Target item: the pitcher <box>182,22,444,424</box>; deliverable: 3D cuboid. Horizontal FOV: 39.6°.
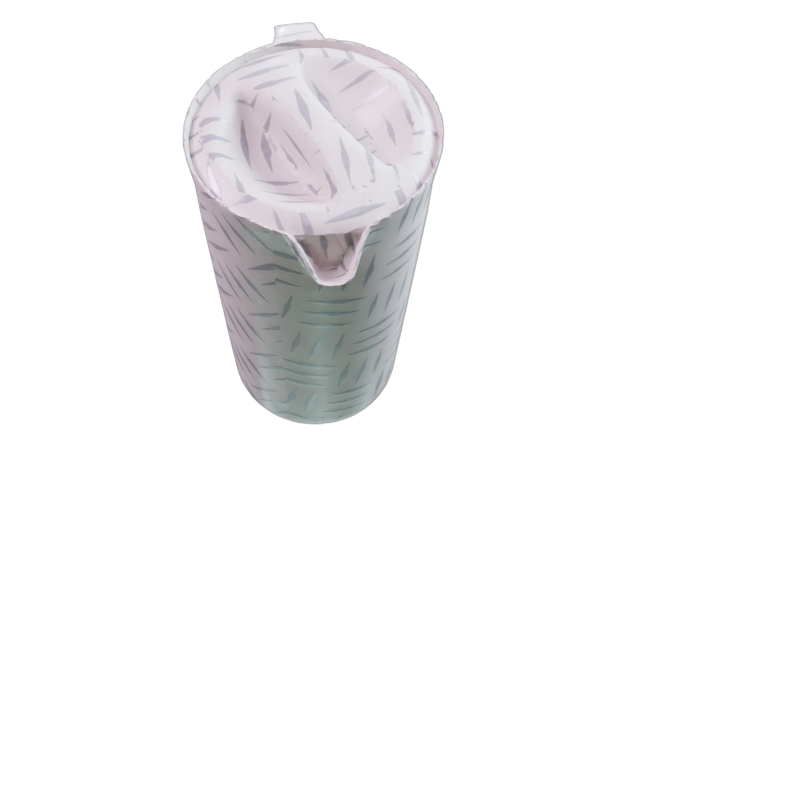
[{"bbox_3d":[-0.052,-0.095,0.663,0.151,0.153,0.228,32,-27,15],"label":"pitcher"}]
